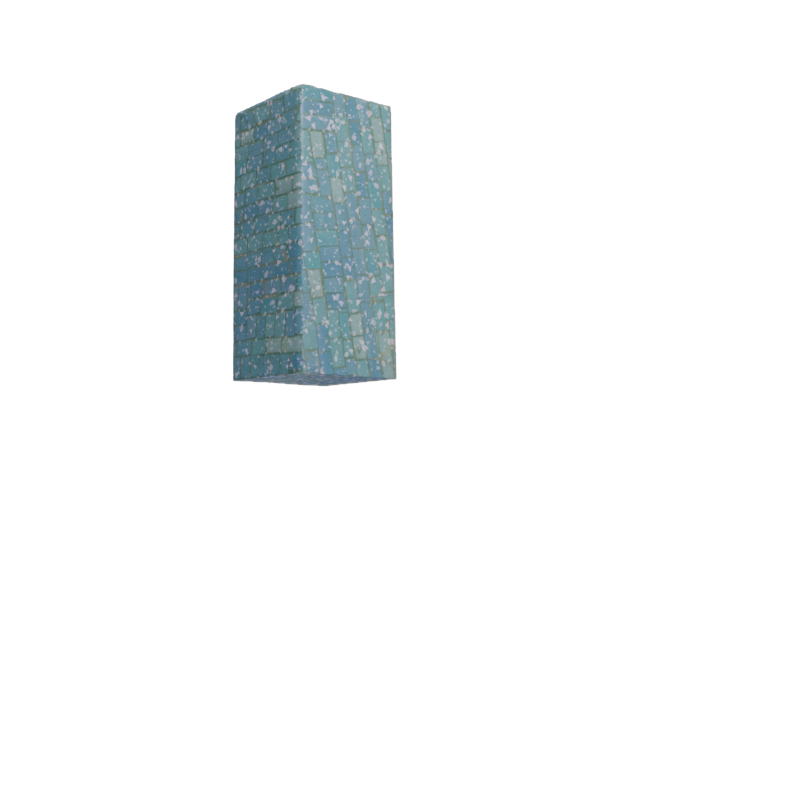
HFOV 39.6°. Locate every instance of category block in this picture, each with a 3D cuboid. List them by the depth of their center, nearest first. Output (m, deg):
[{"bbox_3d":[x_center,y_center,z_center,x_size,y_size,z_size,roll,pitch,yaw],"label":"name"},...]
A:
[{"bbox_3d":[-0.066,-0.118,0.829,0.086,0.212,0.093,8,-13,-39],"label":"block"}]
